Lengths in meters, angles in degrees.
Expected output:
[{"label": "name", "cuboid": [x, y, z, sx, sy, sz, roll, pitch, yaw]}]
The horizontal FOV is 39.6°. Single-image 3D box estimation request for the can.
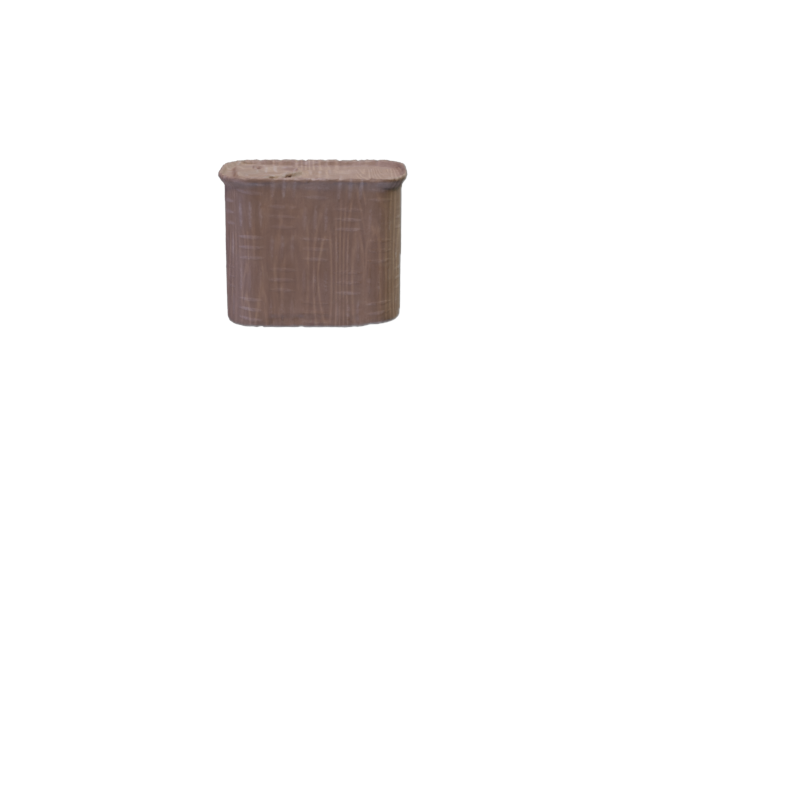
[{"label": "can", "cuboid": [-0.048, -0.088, 0.615, 0.102, 0.081, 0.060, 1, 17, 0]}]
